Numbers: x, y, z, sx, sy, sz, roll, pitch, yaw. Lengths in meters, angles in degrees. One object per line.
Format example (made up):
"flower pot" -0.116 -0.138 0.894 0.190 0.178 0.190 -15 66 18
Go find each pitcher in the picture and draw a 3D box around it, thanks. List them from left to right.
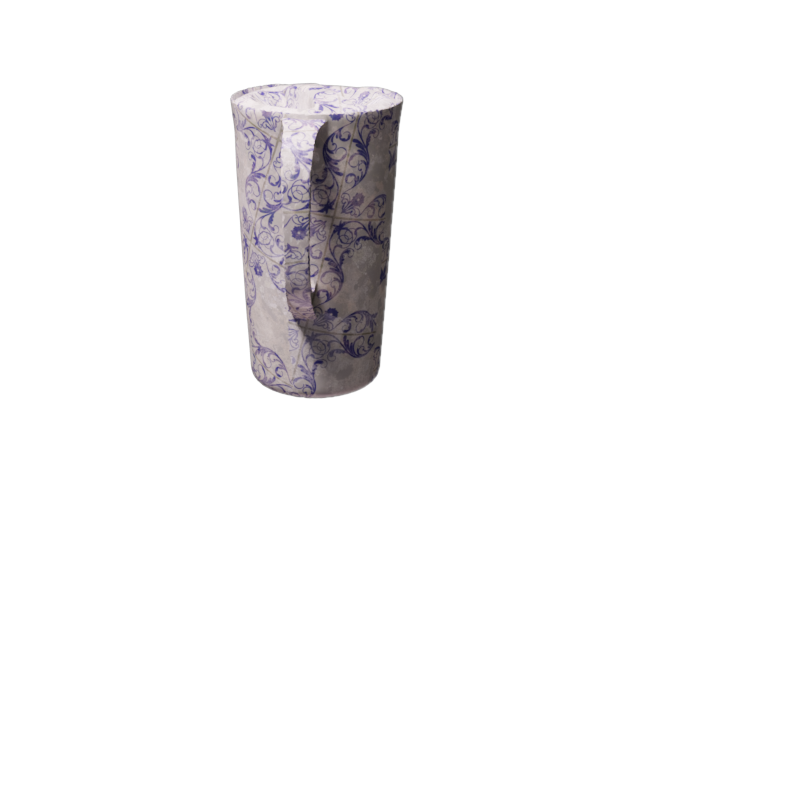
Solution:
"pitcher" -0.069 -0.126 0.880 0.146 0.233 0.154 -15 26 -38
